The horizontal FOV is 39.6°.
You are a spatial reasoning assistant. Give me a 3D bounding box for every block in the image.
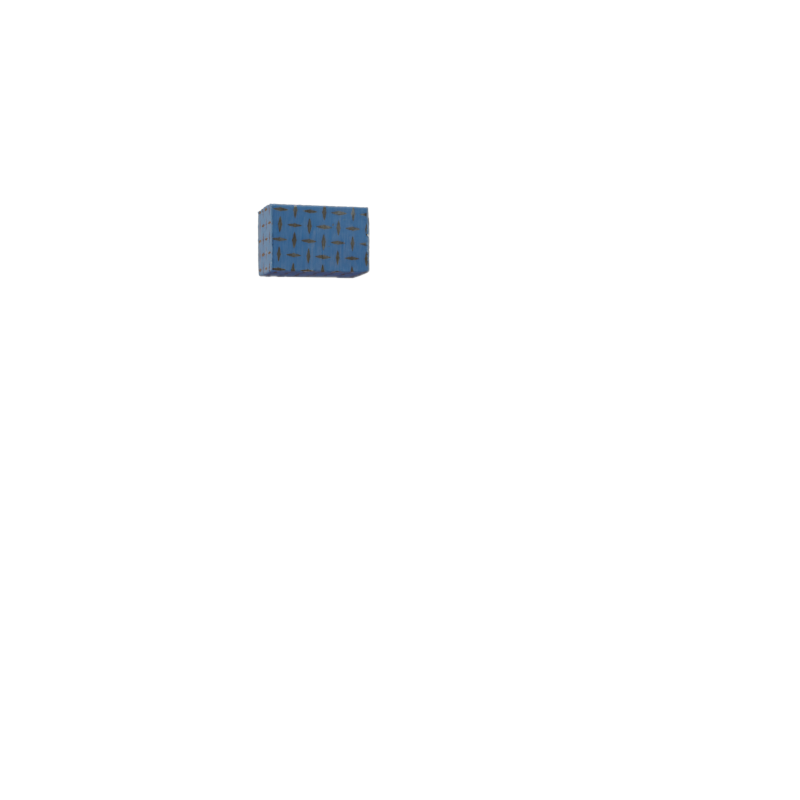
[{"bbox_3d":[-0.066,-0.121,0.847,0.076,0.052,0.053,0,-2,-16],"label":"block"}]
